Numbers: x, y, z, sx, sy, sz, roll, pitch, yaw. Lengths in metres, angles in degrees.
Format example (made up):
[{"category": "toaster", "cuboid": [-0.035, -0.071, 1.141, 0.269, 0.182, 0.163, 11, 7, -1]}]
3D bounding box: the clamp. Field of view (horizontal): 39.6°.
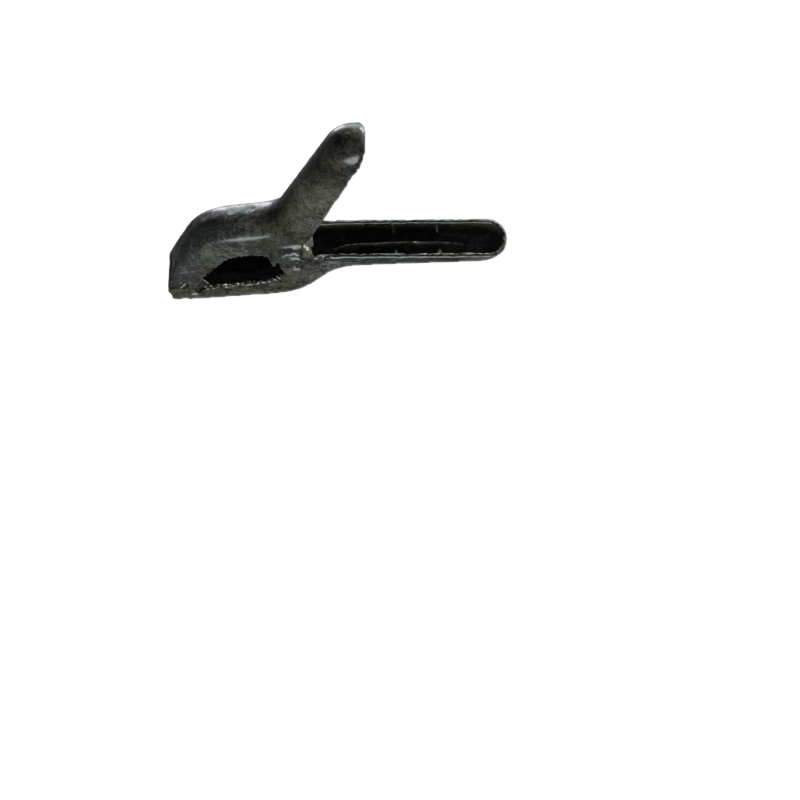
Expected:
[{"category": "clamp", "cuboid": [-0.052, -0.096, 0.669, 0.213, 0.038, 0.154, -15, -24, 38]}]
